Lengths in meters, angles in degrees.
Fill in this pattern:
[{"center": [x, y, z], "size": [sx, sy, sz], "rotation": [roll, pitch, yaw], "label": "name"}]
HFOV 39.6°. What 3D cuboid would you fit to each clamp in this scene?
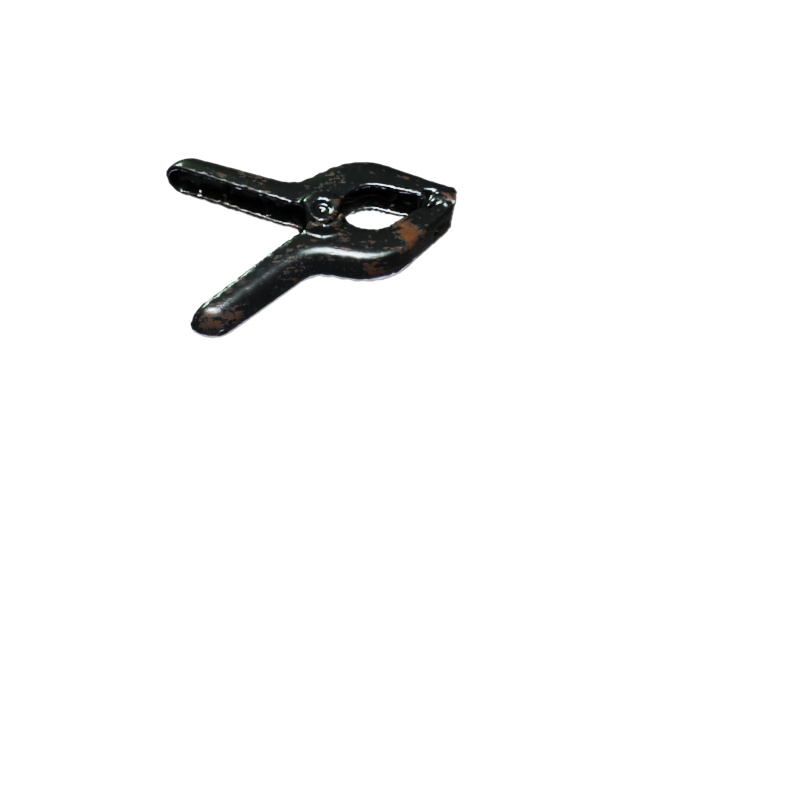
[{"center": [-0.050, -0.091, 0.641], "size": [0.171, 0.128, 0.037], "rotation": [-3, -27, -2], "label": "clamp"}]
